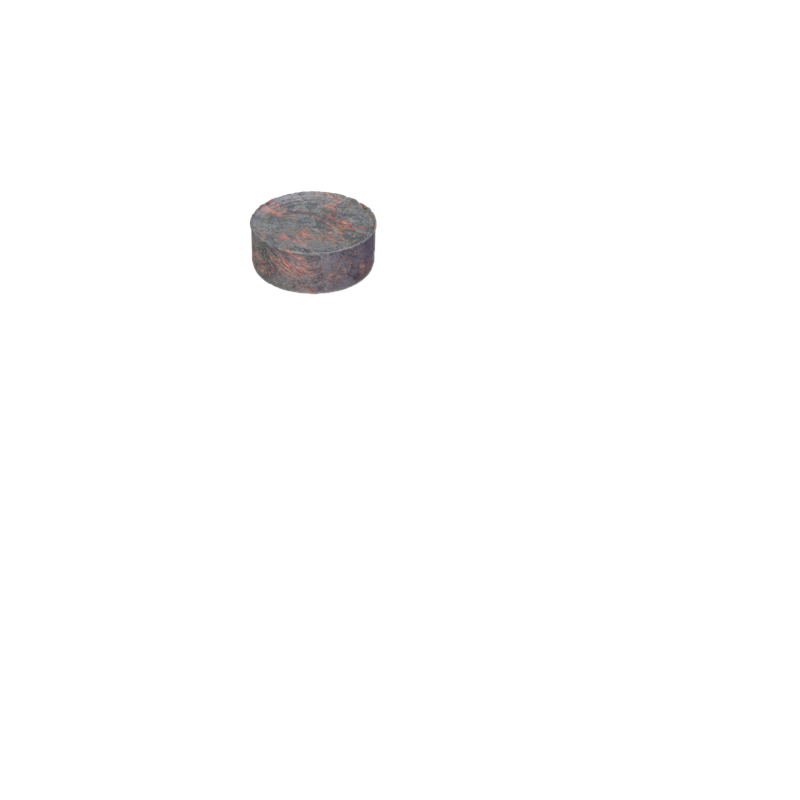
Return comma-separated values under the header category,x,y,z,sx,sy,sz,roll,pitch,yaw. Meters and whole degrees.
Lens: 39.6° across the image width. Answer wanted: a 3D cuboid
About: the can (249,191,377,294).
category,x,y,z,sx,sy,sz,roll,pitch,yaw
can,-0.059,-0.108,0.755,0.086,0.031,0.092,-1,35,-2
